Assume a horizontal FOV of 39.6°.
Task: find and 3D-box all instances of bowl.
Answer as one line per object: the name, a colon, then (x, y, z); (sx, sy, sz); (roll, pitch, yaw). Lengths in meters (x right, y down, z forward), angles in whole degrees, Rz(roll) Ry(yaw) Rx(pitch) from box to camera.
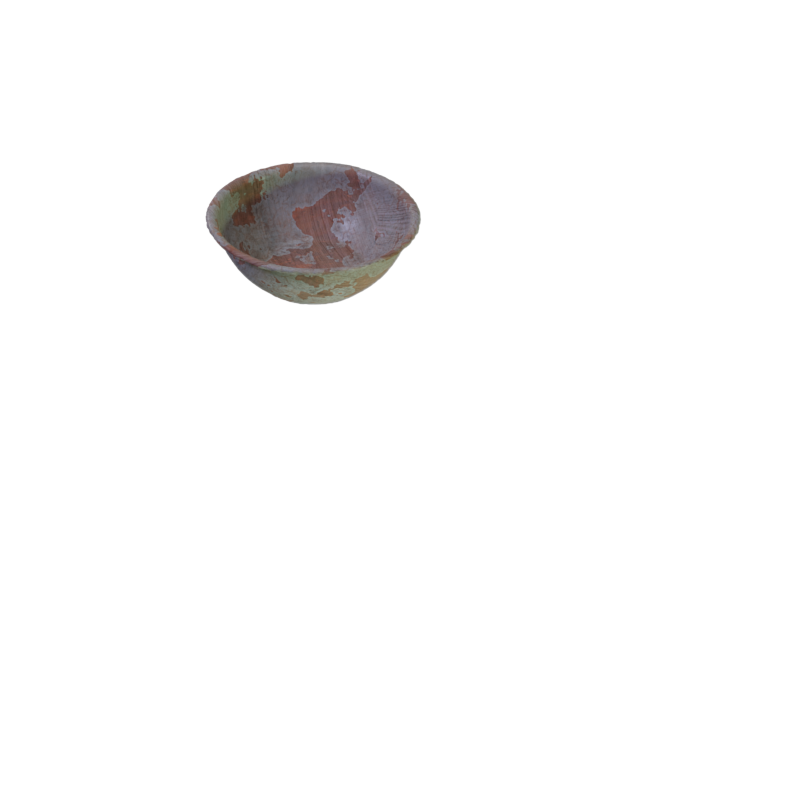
bowl: (-0.066, -0.121, 0.849); (0.162, 0.051, 0.173); (-1, 38, -2)
